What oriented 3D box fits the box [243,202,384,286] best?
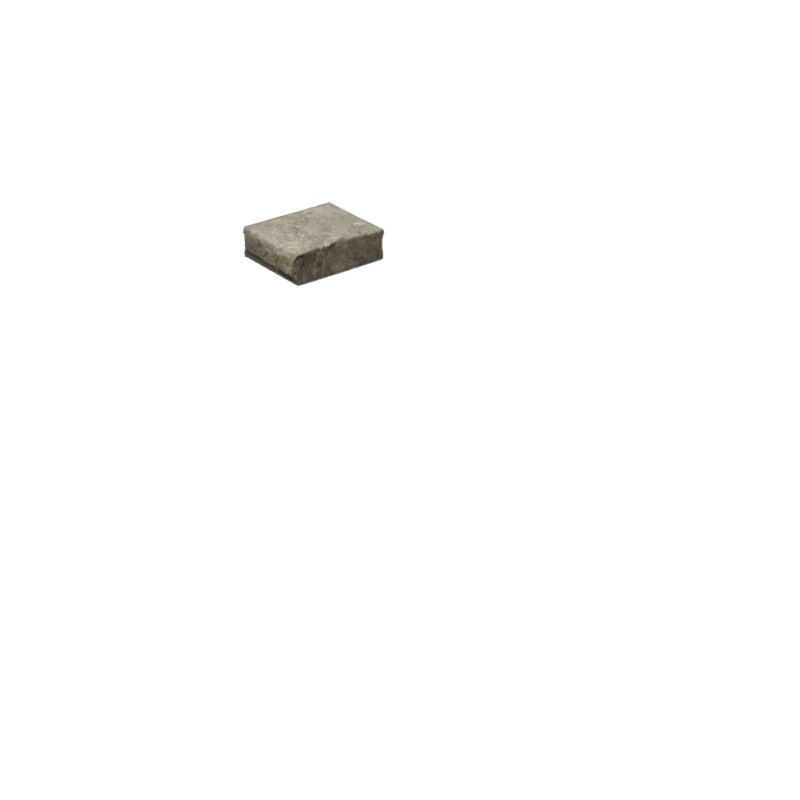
[{"bbox_3d":[-0.069,-0.126,0.884,0.088,0.028,0.078,-21,36,-33],"label":"box"}]
